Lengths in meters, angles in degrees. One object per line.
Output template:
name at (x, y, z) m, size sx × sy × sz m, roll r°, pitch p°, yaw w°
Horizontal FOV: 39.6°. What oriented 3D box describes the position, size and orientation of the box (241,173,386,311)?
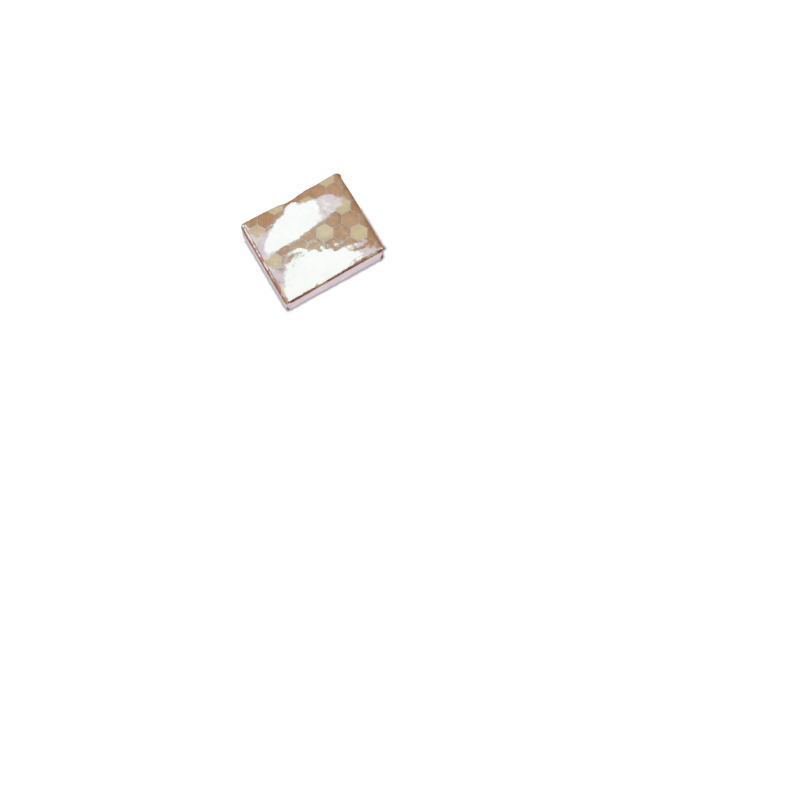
box at (-0.067, -0.122, 0.855) m, size 0.089 × 0.076 × 0.029 m, roll -29°, pitch -14°, yaw -9°
